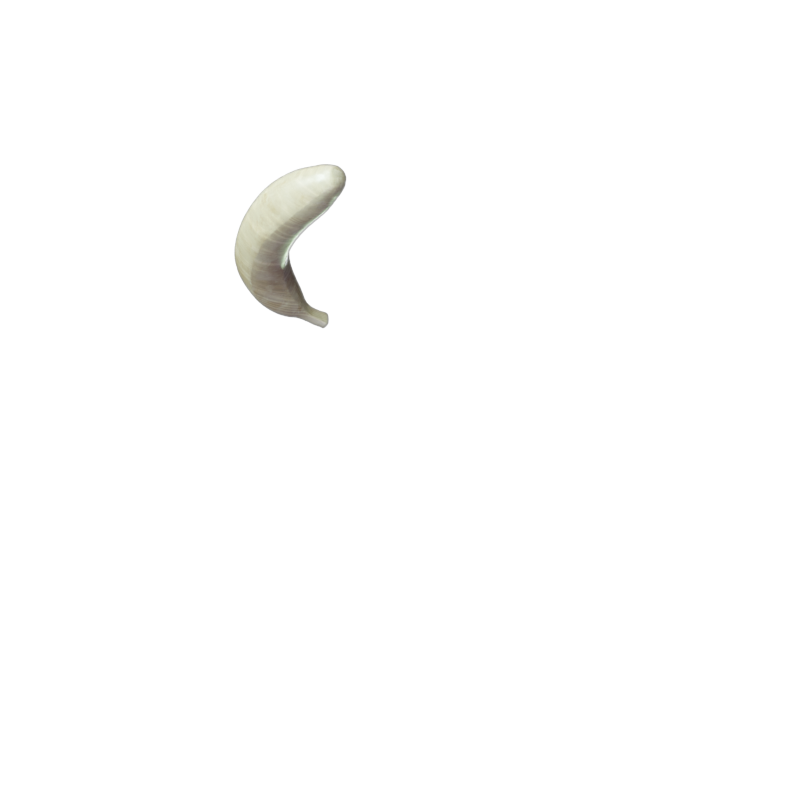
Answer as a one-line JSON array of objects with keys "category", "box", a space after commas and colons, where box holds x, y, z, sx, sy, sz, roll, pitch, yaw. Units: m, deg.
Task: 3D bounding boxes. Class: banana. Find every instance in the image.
[{"category": "banana", "box": [-0.077, -0.105, 0.747, 0.069, 0.039, 0.188, 2, -23, -6]}]
